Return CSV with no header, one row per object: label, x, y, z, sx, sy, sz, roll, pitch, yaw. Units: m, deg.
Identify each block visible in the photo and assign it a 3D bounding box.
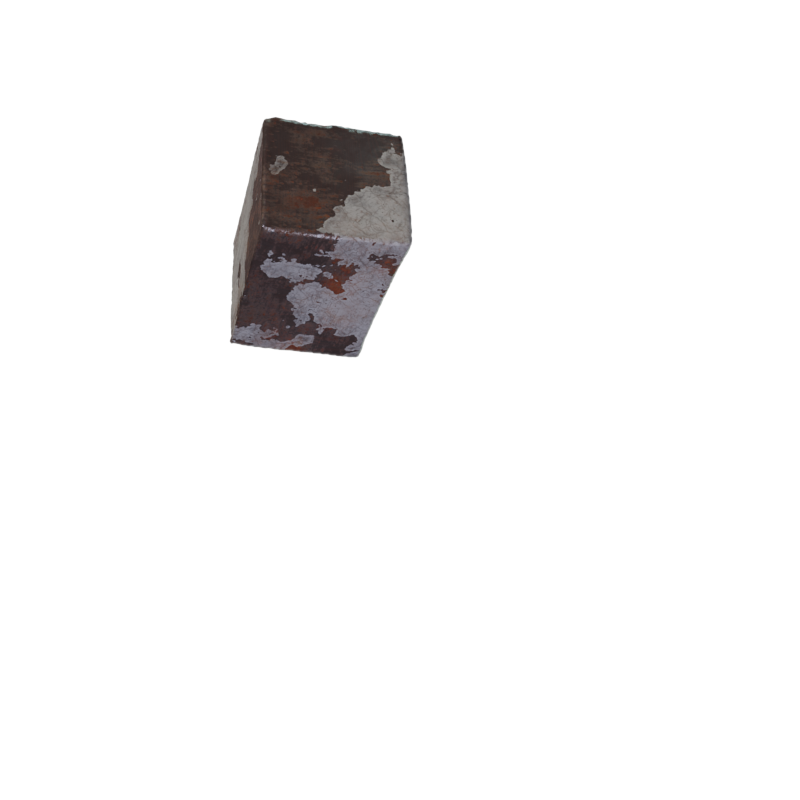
block,-0.032,-0.059,0.410,0.052,0.055,0.074,7,-33,-14
